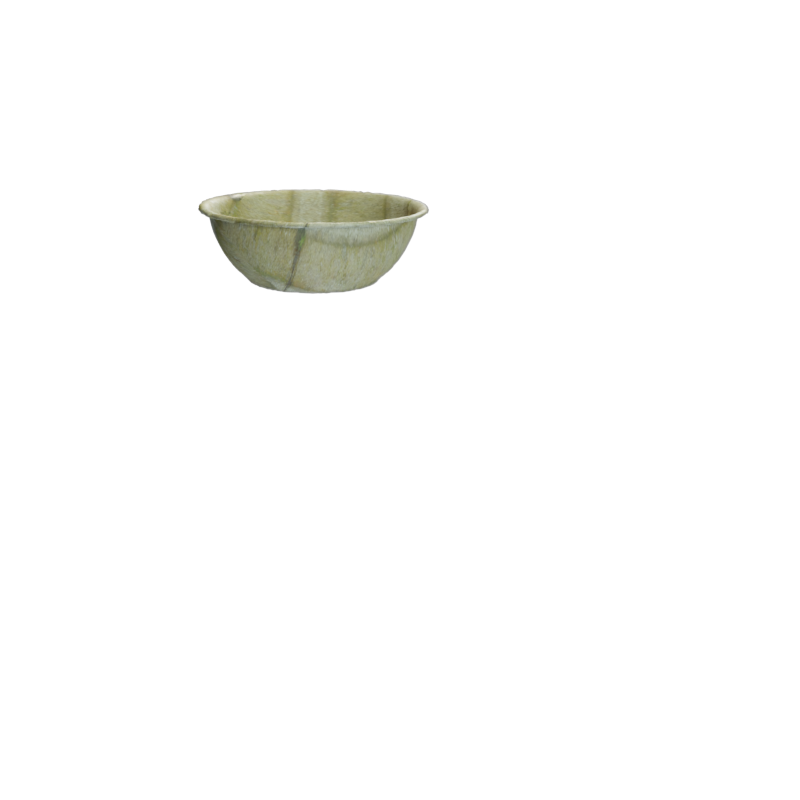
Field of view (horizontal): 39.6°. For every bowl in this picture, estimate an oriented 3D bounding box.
[{"bbox_3d":[-0.061,-0.112,0.781,0.162,0.053,0.168,-1,17,-2],"label":"bowl"}]
